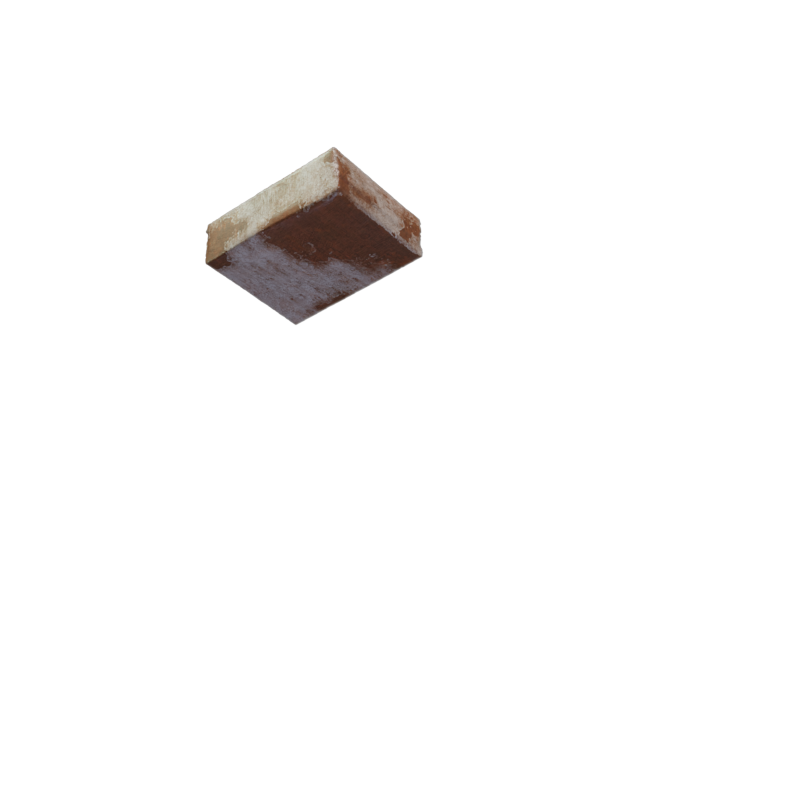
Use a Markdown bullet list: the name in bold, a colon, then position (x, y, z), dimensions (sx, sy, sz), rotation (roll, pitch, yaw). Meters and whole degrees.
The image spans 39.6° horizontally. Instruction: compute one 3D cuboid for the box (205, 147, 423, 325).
- **box**: position (-0.056, -0.102, 0.717), dimensions (0.114, 0.042, 0.084), rotation (-24, -41, 30)
